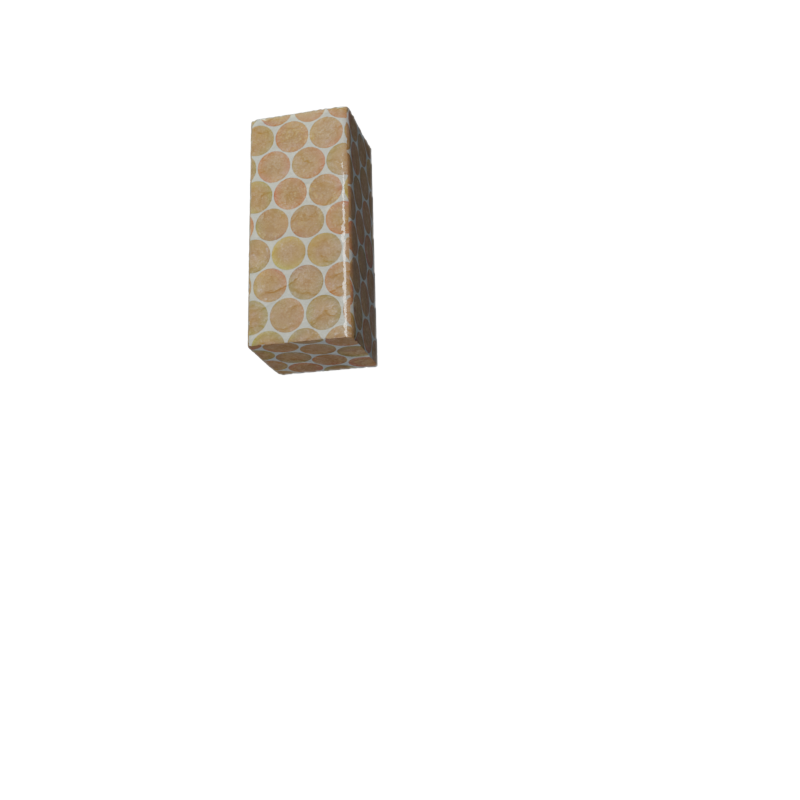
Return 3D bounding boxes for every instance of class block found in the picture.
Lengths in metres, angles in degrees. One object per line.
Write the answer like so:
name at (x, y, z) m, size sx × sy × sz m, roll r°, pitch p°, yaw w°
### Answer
block at (-0.075, -0.136, 0.952) m, size 0.092 × 0.217 × 0.084 m, roll -7°, pitch -21°, yaw 13°
